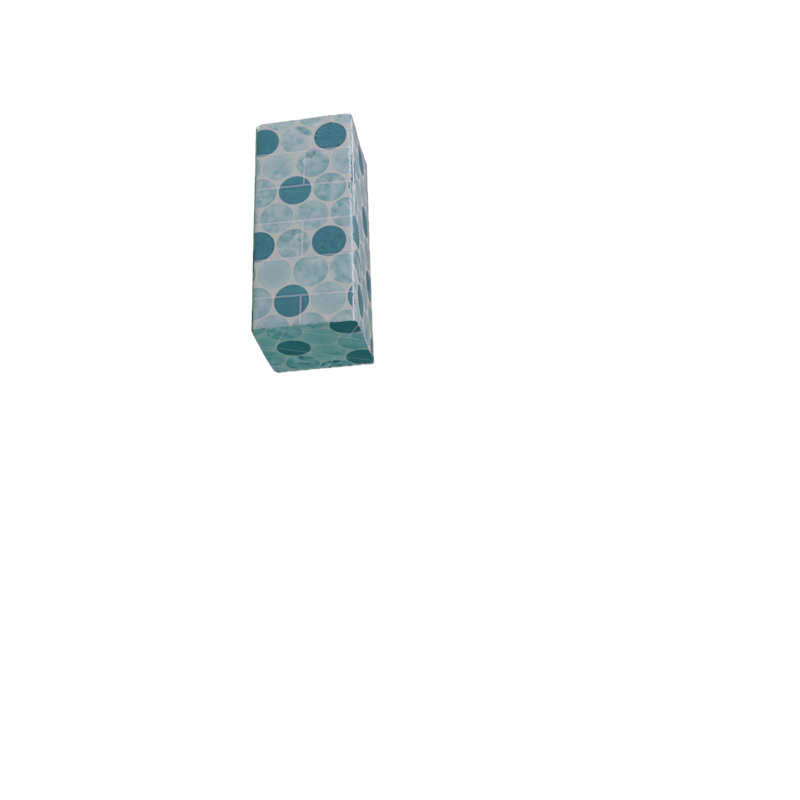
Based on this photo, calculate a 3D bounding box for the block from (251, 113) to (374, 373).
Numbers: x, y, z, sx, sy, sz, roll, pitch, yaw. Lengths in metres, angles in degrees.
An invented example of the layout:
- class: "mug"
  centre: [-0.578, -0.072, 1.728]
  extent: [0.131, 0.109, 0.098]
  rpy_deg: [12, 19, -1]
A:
- class: "block"
  centre: [-0.077, -0.140, 0.977]
  extent: [0.091, 0.219, 0.084]
  rpy_deg: [-6, -28, 8]
